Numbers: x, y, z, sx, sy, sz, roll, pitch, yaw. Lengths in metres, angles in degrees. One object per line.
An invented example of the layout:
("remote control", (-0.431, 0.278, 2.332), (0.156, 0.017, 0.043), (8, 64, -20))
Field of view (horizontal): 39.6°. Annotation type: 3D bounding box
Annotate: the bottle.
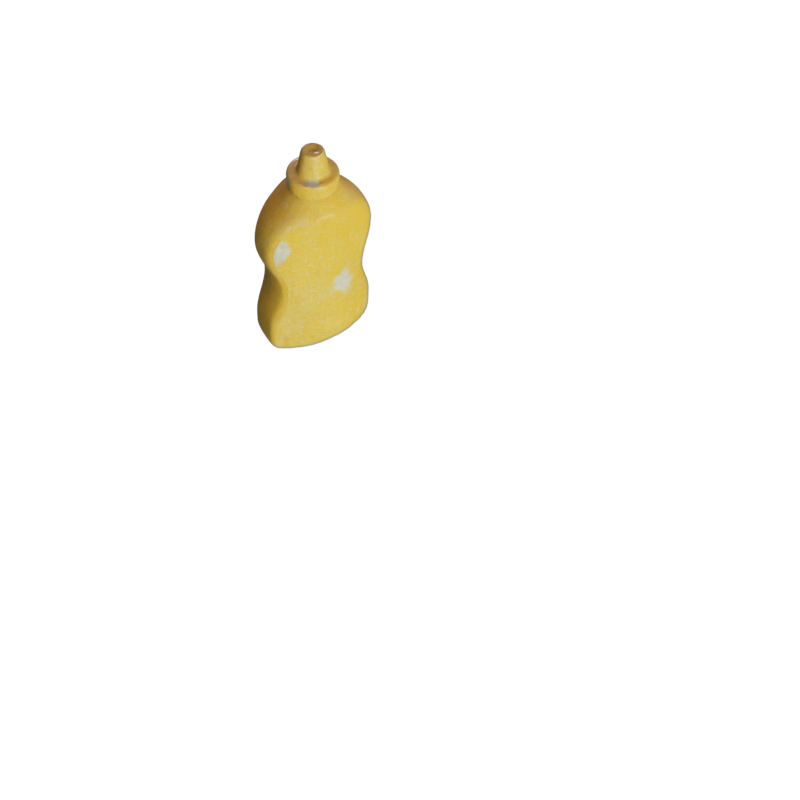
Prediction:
("bottle", (-0.070, -0.128, 0.891), (0.095, 0.063, 0.179), (-22, -36, -20))
